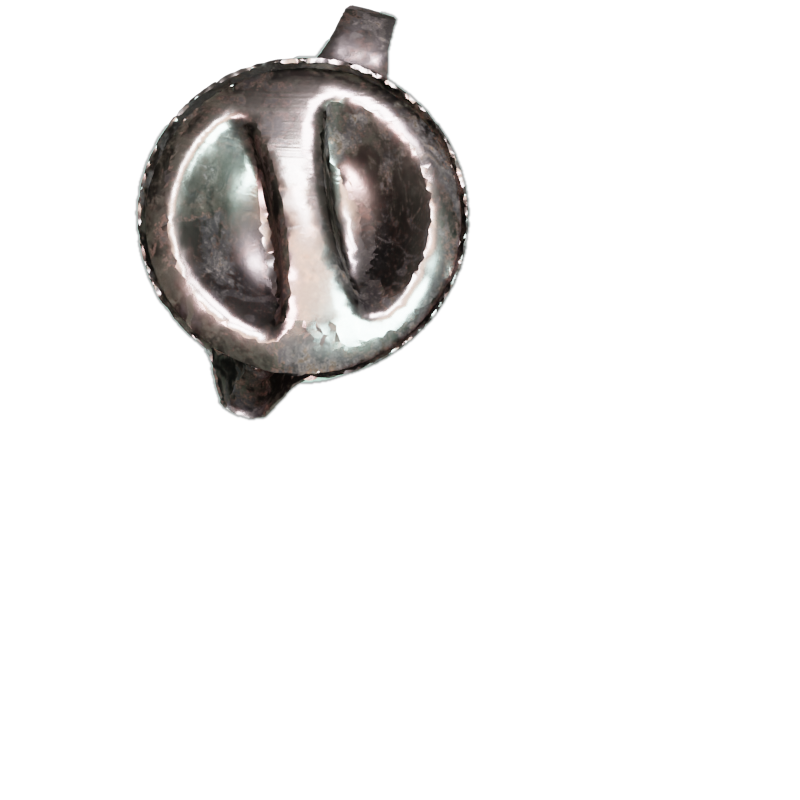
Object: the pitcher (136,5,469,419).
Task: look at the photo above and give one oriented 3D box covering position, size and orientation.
[{"bbox_3d":[-0.044,-0.080,0.557,0.149,0.148,0.239,-29,-2,-5],"label":"pitcher"}]
